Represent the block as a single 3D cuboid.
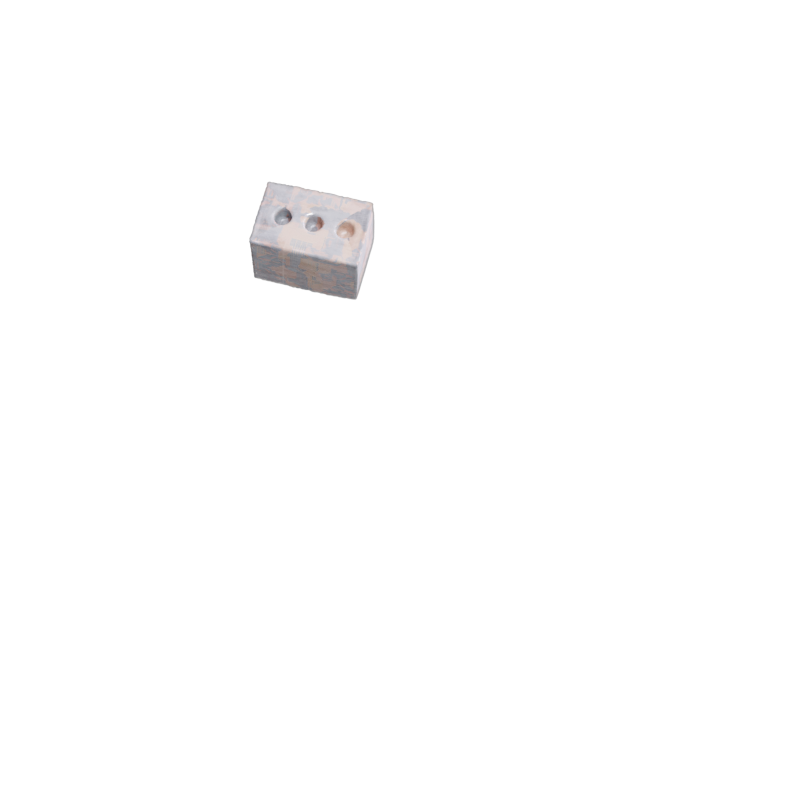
[{"bbox_3d":[-0.061,-0.110,0.773,0.079,0.055,0.048,12,-27,5],"label":"block"}]
